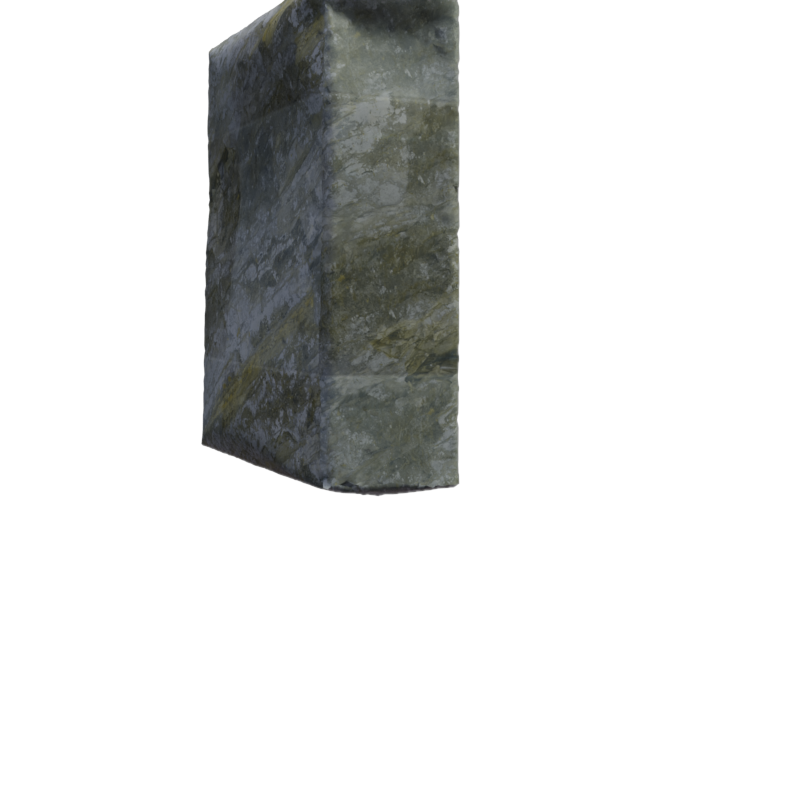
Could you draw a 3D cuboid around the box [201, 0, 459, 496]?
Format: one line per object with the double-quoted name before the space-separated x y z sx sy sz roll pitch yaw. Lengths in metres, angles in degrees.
"box" -0.041 -0.075 0.526 0.070 0.215 0.169 1 0 -26
